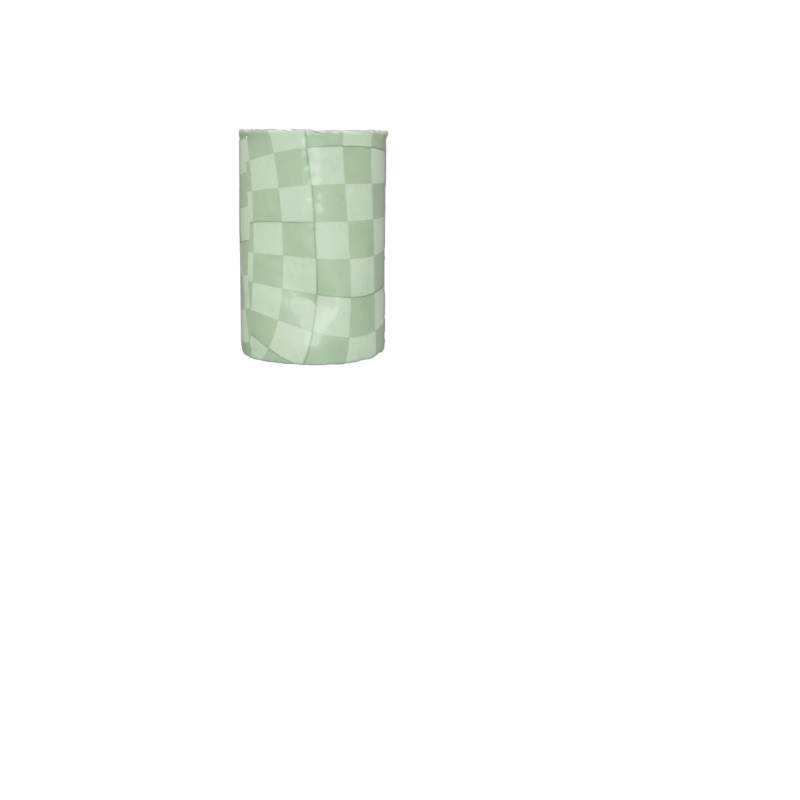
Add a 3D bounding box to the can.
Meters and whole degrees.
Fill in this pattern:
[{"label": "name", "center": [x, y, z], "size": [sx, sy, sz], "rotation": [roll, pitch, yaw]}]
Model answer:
[{"label": "can", "center": [-0.040, -0.072, 0.506], "size": [0.068, 0.101, 0.070], "rotation": [0, 8, -2]}]
